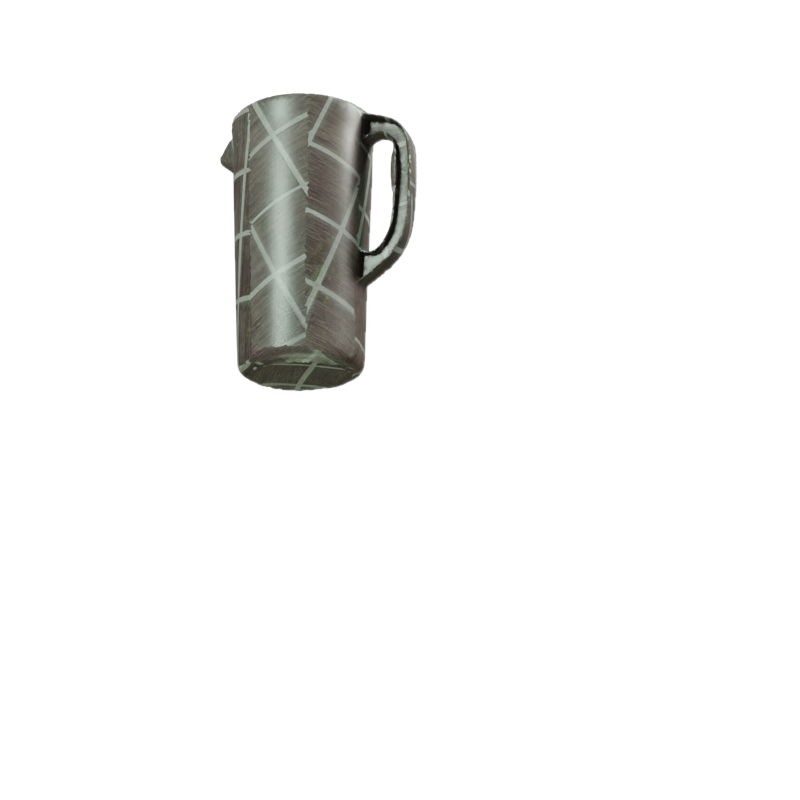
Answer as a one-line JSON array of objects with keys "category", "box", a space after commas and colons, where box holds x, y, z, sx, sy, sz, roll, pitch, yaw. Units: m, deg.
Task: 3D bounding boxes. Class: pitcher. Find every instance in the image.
[{"category": "pitcher", "box": [-0.076, -0.139, 0.973, 0.140, 0.255, 0.147, 8, -22, -24]}]
